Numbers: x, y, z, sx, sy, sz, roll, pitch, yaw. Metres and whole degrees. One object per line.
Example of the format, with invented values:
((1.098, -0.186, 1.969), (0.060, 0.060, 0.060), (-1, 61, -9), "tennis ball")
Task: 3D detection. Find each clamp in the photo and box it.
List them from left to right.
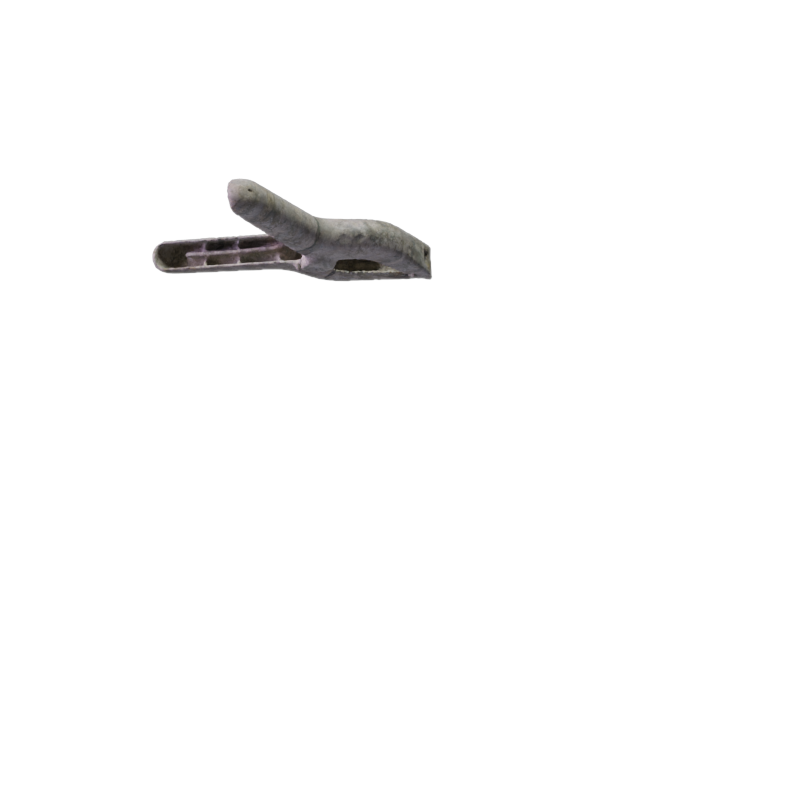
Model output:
((-0.064, -0.117, 0.820), (0.204, 0.038, 0.164), (4, -11, -21), "clamp")
